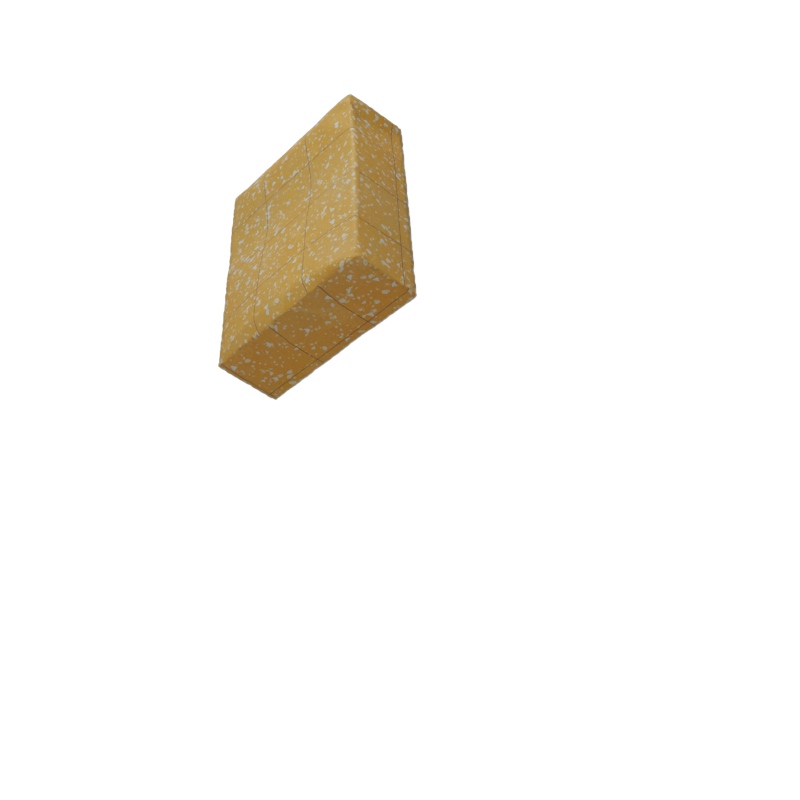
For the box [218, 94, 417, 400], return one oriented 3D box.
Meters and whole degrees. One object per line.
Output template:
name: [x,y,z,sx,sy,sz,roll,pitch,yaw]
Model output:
box: [-0.073,-0.132,0.927,0.067,0.230,0.162,33,-54,-32]
